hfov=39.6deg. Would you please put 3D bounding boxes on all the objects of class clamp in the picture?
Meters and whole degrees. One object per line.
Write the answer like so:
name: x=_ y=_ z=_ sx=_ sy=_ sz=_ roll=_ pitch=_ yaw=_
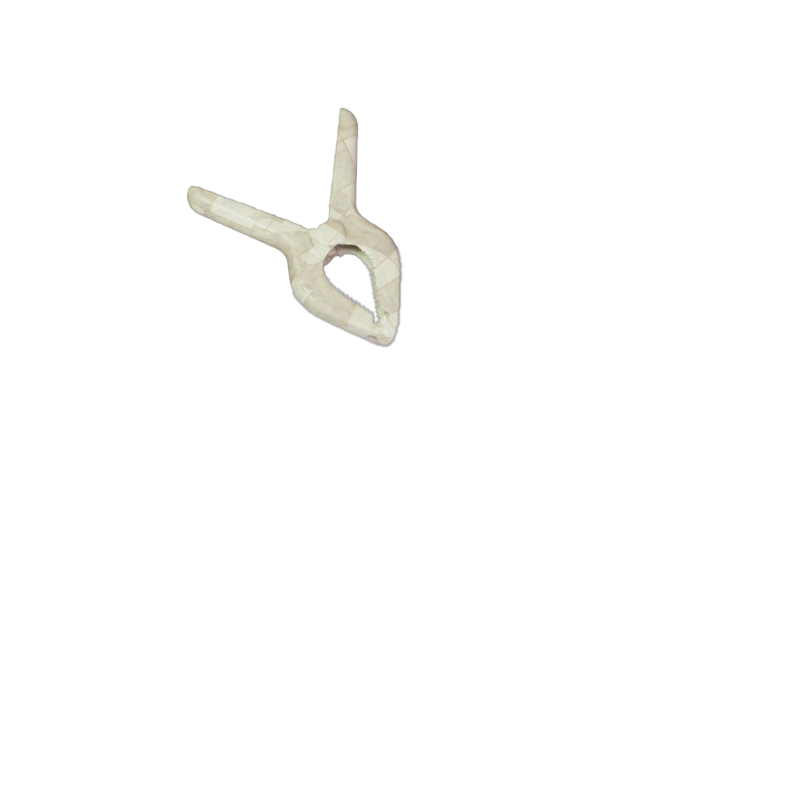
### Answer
clamp: x=-0.073 y=-0.133 z=0.930 sx=0.164 sy=0.221 sz=0.035 roll=-24 pitch=-19 yaw=-9
